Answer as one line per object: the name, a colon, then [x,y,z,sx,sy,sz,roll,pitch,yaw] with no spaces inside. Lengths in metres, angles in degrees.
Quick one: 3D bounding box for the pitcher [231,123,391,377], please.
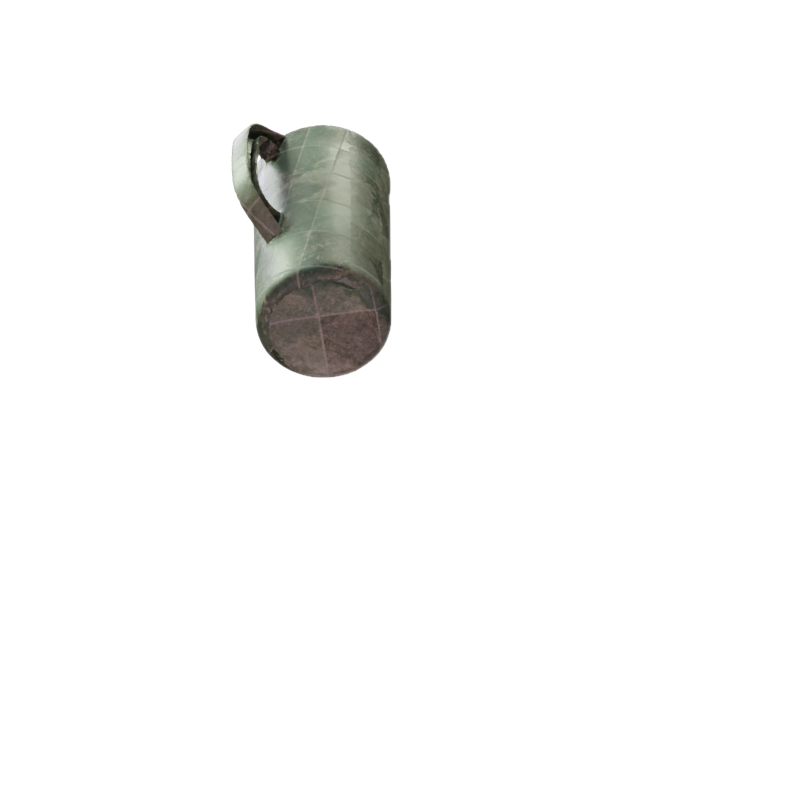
pitcher: [-0.076,-0.138,0.968,0.149,0.136,0.260,1,35,-4]
